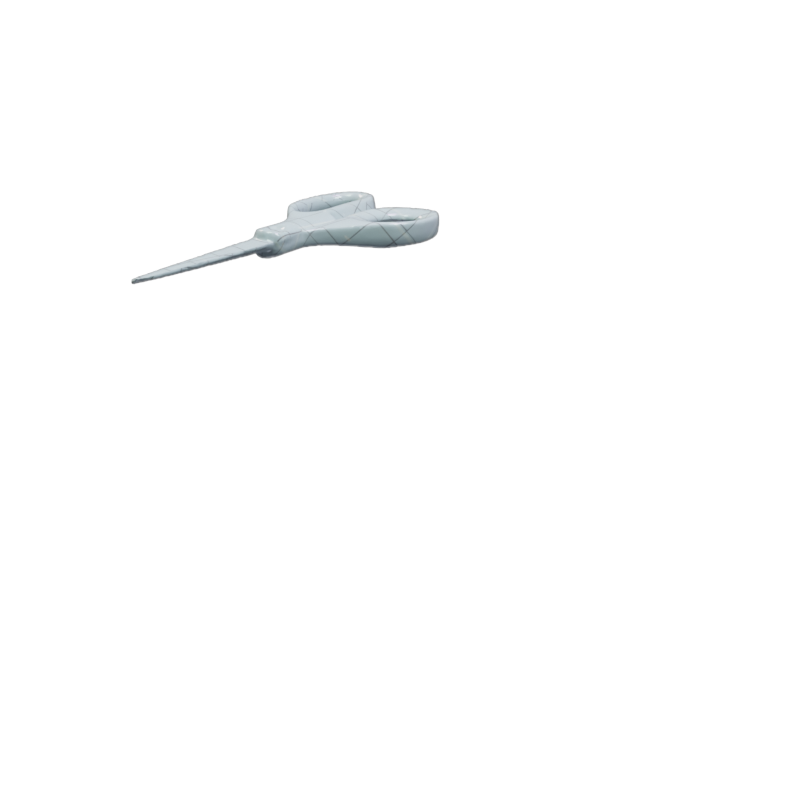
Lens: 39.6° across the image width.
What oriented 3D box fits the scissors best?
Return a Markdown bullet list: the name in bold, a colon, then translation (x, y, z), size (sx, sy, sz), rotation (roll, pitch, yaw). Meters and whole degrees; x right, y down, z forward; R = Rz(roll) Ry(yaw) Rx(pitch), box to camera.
- **scissors**: translation (-0.045, -0.082, 0.576), size (0.099, 0.015, 0.204), rotation (8, 23, 18)
